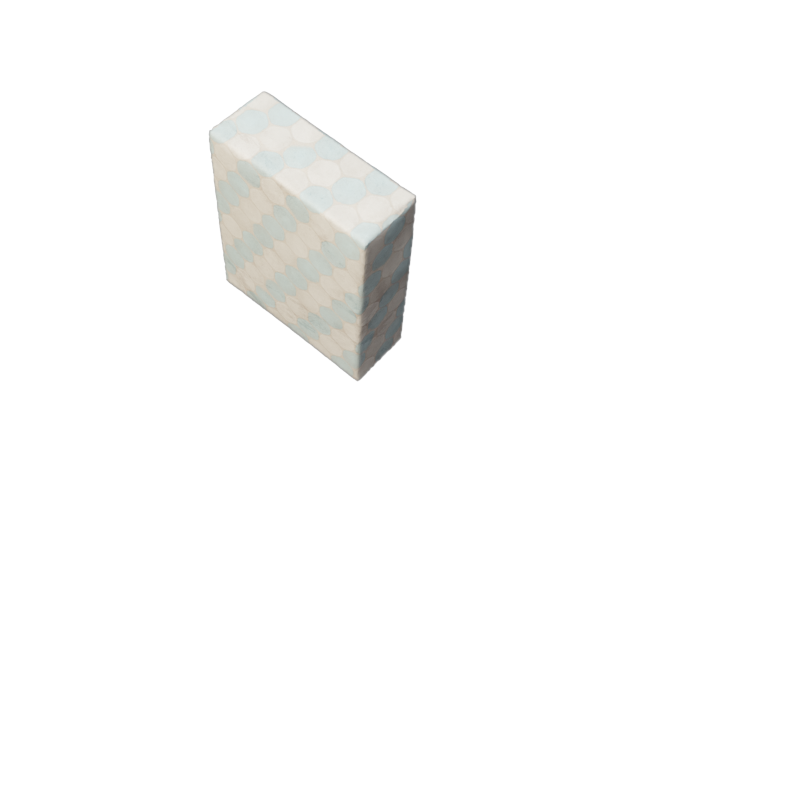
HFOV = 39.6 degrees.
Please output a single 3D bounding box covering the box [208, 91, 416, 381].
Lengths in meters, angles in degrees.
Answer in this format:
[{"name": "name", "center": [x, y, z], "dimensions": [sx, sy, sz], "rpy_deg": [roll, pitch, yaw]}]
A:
[{"name": "box", "center": [-0.073, -0.132, 0.928], "dimensions": [0.172, 0.073, 0.200], "rpy_deg": [39, -25, 19]}]
